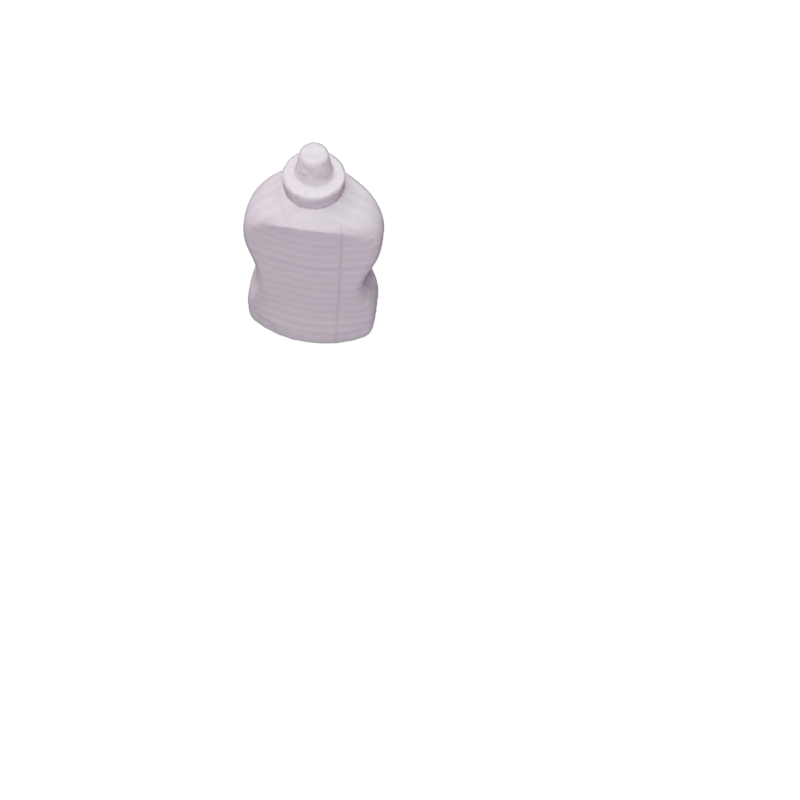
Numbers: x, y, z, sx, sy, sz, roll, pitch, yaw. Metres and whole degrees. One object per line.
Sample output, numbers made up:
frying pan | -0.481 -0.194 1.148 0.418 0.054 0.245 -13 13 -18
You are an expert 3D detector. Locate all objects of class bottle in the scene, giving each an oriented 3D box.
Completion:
bottle | -0.060 -0.111 0.773 0.097 0.062 0.180 11 -30 3
